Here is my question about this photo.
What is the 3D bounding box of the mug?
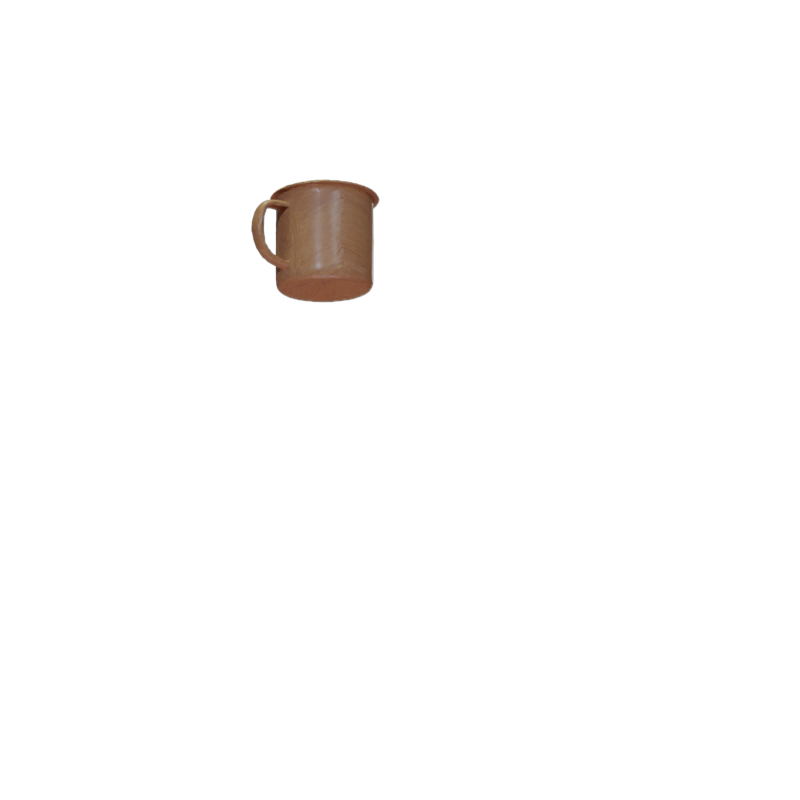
[{"bbox_3d":[-0.072,-0.132,0.923,0.111,0.085,0.094,11,-18,-39],"label":"mug"}]
